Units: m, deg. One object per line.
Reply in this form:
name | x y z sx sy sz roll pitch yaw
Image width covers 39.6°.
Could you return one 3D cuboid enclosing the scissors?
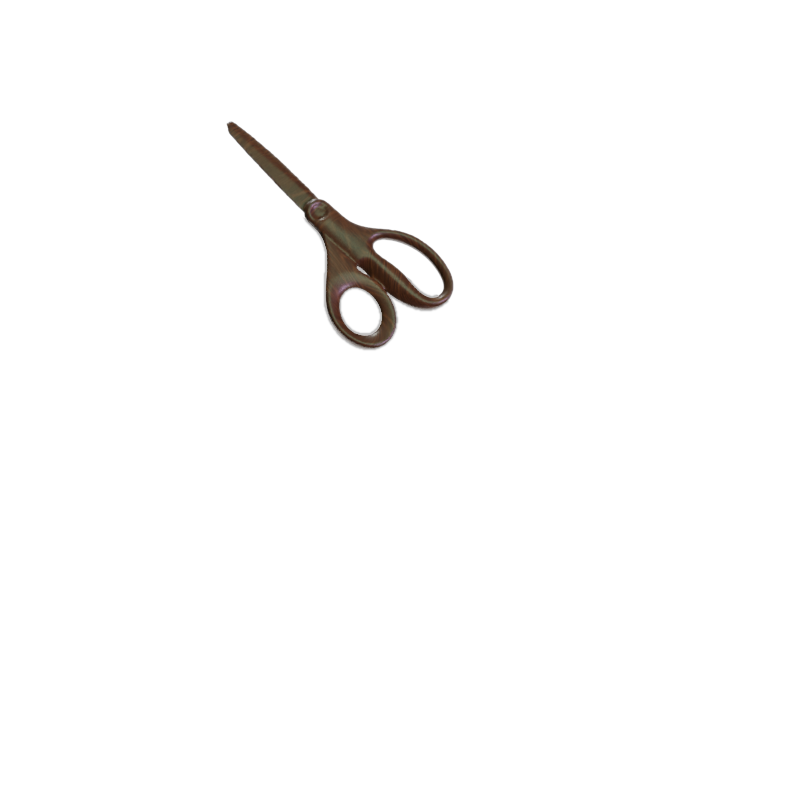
scissors | -0.060 -0.110 0.771 0.207 0.098 0.015 30 -17 10
